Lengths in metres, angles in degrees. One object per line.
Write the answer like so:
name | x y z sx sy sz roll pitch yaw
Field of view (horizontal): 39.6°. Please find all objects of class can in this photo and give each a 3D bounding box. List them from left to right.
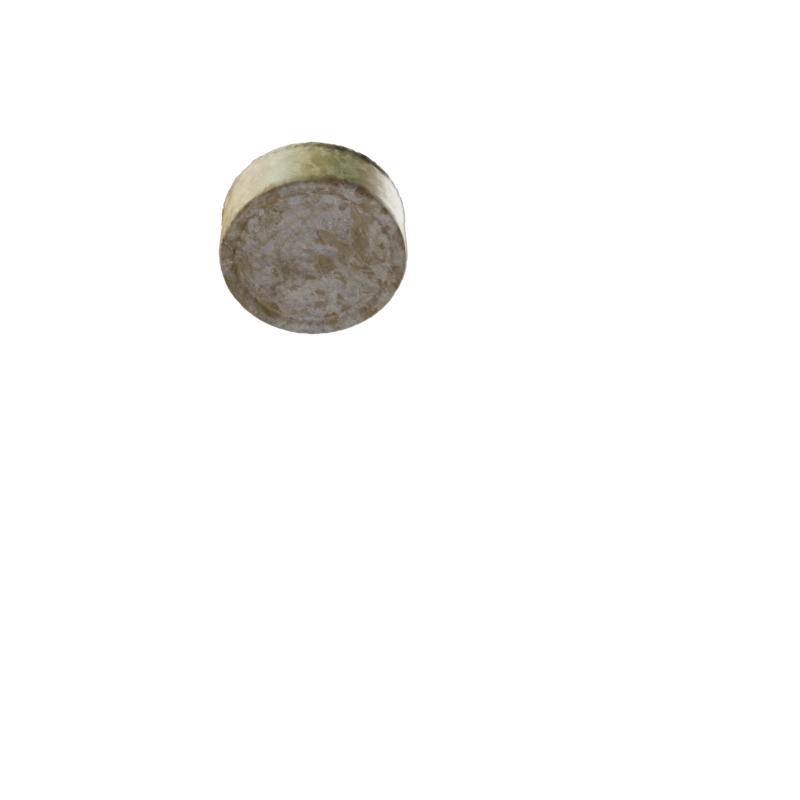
can | -0.040 -0.072 0.505 0.086 0.080 0.036 1 37 -1
